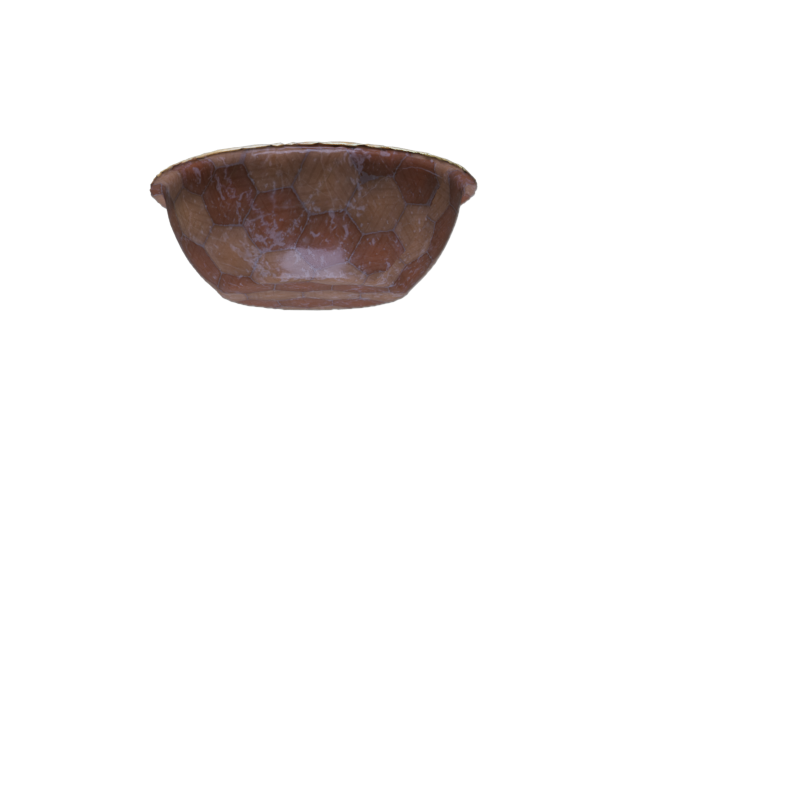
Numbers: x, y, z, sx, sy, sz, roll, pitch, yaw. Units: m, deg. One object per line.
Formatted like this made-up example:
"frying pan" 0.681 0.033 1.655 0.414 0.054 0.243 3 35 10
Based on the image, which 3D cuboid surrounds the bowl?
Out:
"bowl" -0.043 -0.078 0.547 0.162 0.056 0.159 0 -5 -2
